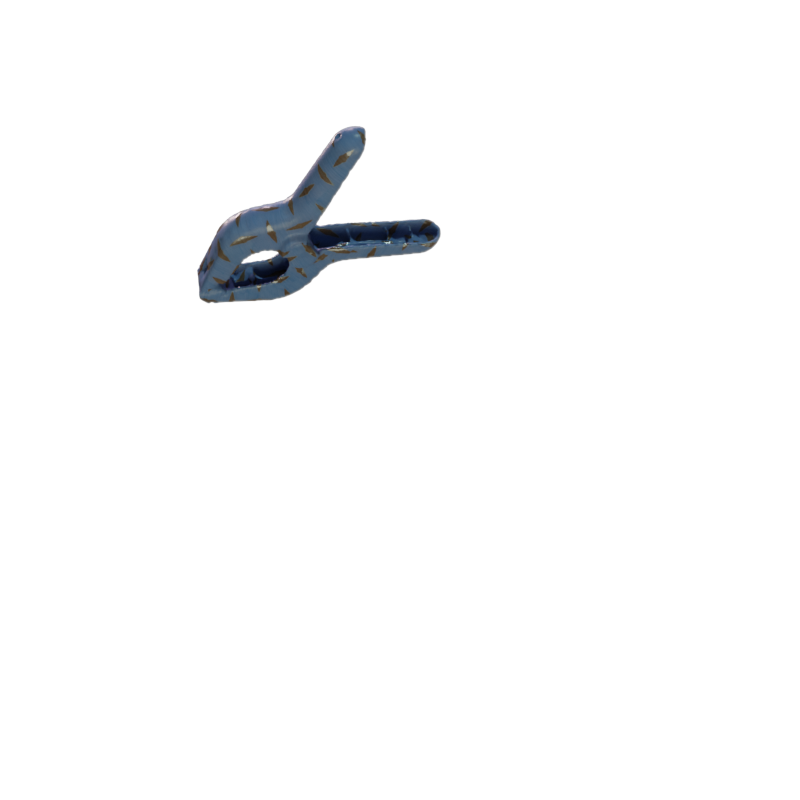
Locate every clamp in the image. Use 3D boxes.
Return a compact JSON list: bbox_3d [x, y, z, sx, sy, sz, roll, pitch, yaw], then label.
[{"bbox_3d":[-0.060,-0.109,0.767,0.171,0.042,0.112,-29,-52,26],"label":"clamp"}]
